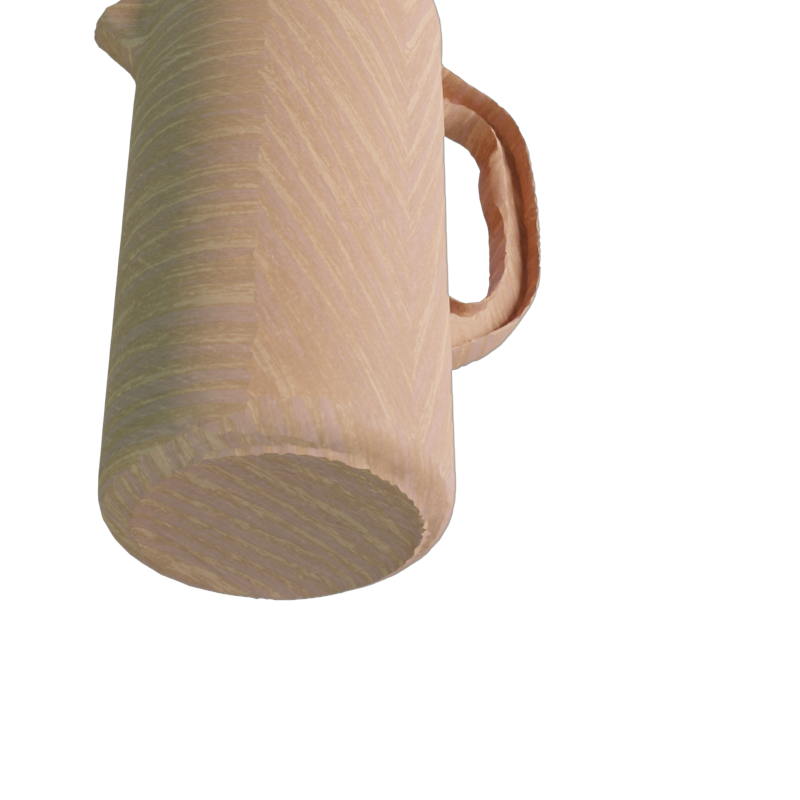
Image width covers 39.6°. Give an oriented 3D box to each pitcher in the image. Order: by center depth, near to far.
[{"bbox_3d":[-0.032,-0.059,0.412,0.150,0.261,0.134,-17,-42,17],"label":"pitcher"}]
